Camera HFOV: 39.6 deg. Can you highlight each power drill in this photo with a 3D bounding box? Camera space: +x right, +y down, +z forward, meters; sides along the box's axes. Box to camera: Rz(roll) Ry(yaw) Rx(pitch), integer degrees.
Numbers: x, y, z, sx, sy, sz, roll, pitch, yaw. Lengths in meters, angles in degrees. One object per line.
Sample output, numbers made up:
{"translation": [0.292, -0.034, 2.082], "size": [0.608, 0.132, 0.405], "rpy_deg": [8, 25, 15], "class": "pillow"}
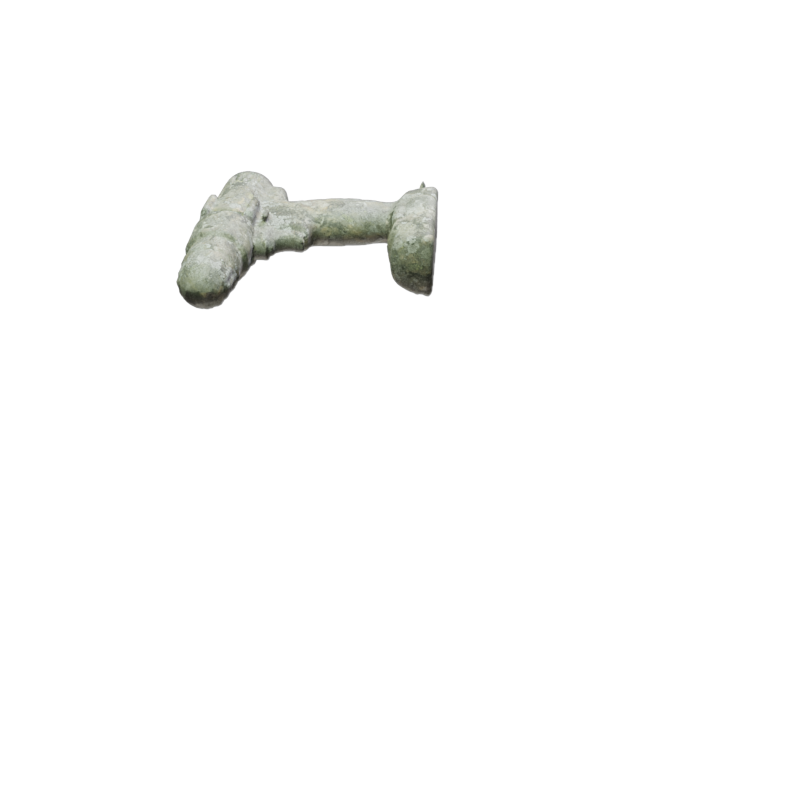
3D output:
{"translation": [-0.066, -0.121, 0.849], "size": [0.190, 0.054, 0.194], "rpy_deg": [4, 34, 6], "class": "power drill"}
